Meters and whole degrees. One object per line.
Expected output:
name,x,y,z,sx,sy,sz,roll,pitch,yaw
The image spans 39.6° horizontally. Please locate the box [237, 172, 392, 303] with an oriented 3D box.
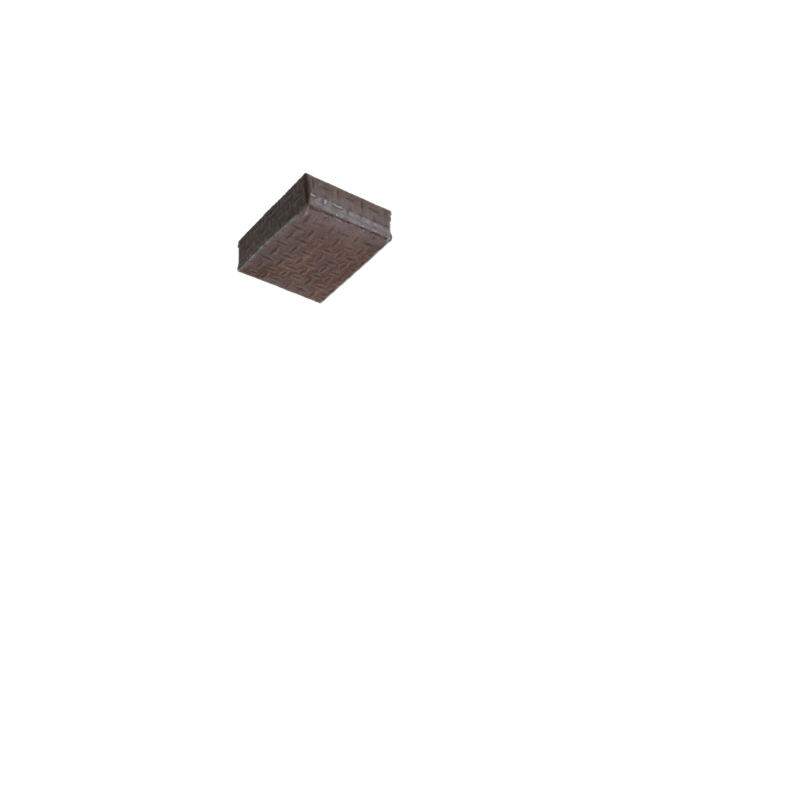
box,-0.075,-0.136,0.955,0.085,0.042,0.112,21,-38,-30
